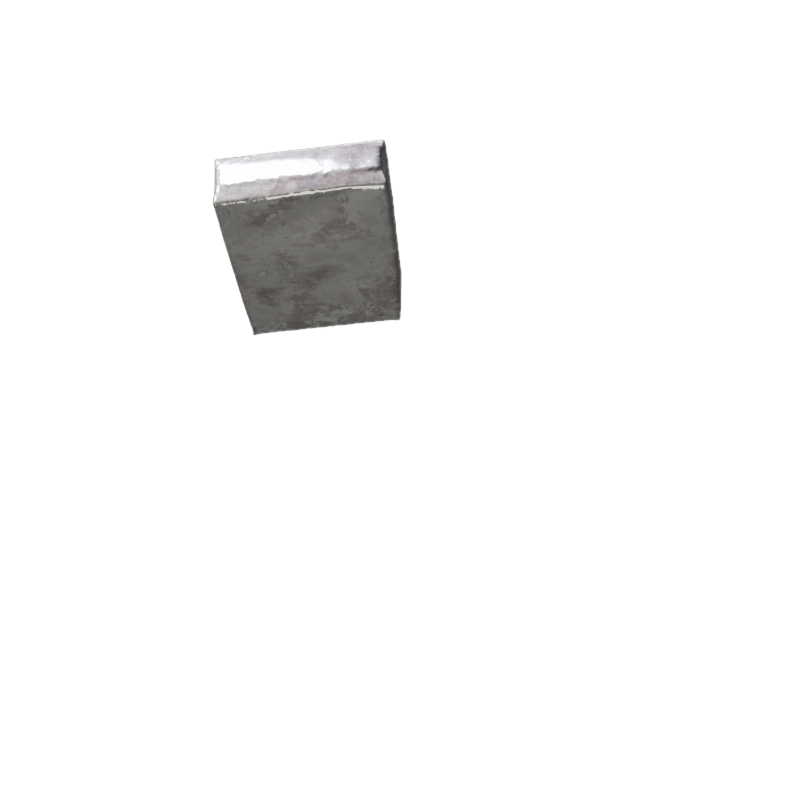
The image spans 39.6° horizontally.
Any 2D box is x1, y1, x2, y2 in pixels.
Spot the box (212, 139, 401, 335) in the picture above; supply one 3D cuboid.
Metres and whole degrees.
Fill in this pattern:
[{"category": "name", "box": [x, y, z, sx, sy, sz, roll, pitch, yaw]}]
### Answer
[{"category": "box", "box": [-0.047, -0.086, 0.600, 0.090, 0.042, 0.105, -4, -40, 4]}]
